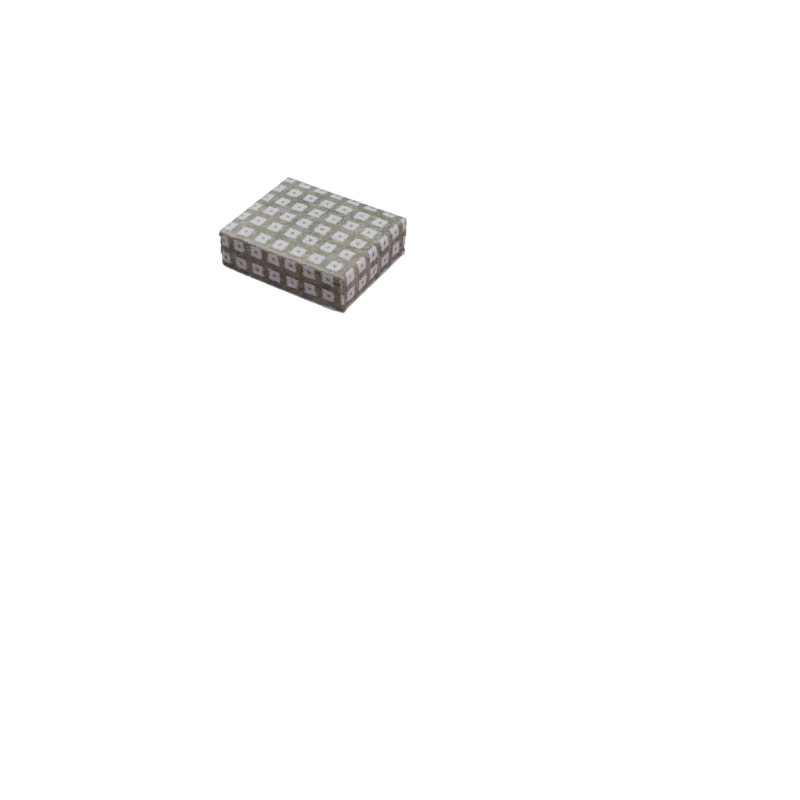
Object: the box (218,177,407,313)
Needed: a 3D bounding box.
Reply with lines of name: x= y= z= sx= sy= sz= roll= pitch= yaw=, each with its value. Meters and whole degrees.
box: x=-0.065 y=-0.119 z=0.833 sx=0.119 sy=0.036 sz=0.092 roll=24 pitch=47 yaw=24
